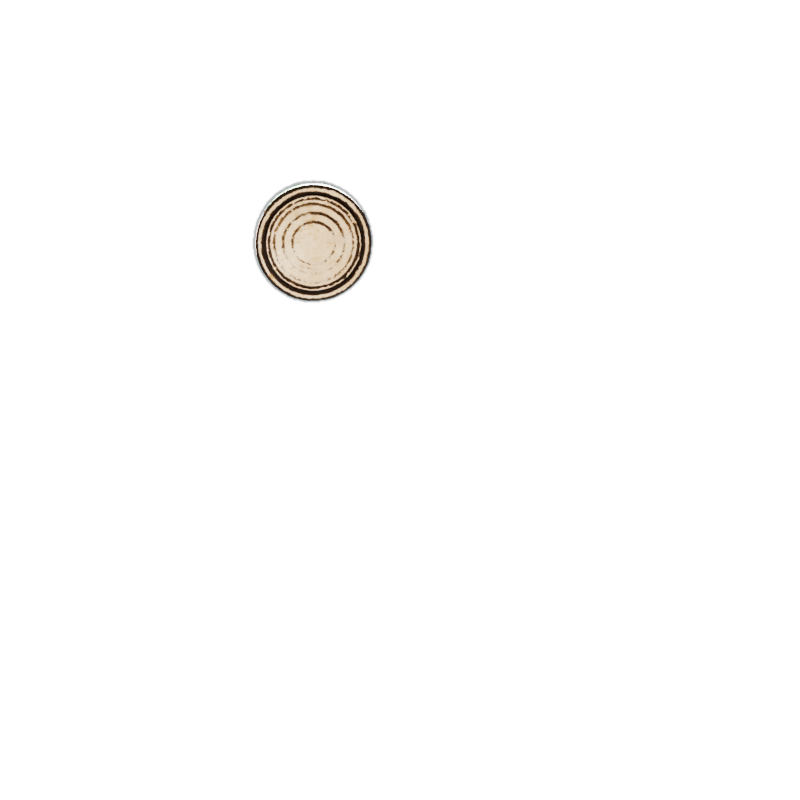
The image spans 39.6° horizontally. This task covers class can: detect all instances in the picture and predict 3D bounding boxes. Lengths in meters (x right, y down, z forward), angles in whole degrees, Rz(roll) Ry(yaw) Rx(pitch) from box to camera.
[{"bbox_3d":[-0.063,-0.115,0.804,0.086,0.085,0.034,0,6,-1],"label":"can"}]
